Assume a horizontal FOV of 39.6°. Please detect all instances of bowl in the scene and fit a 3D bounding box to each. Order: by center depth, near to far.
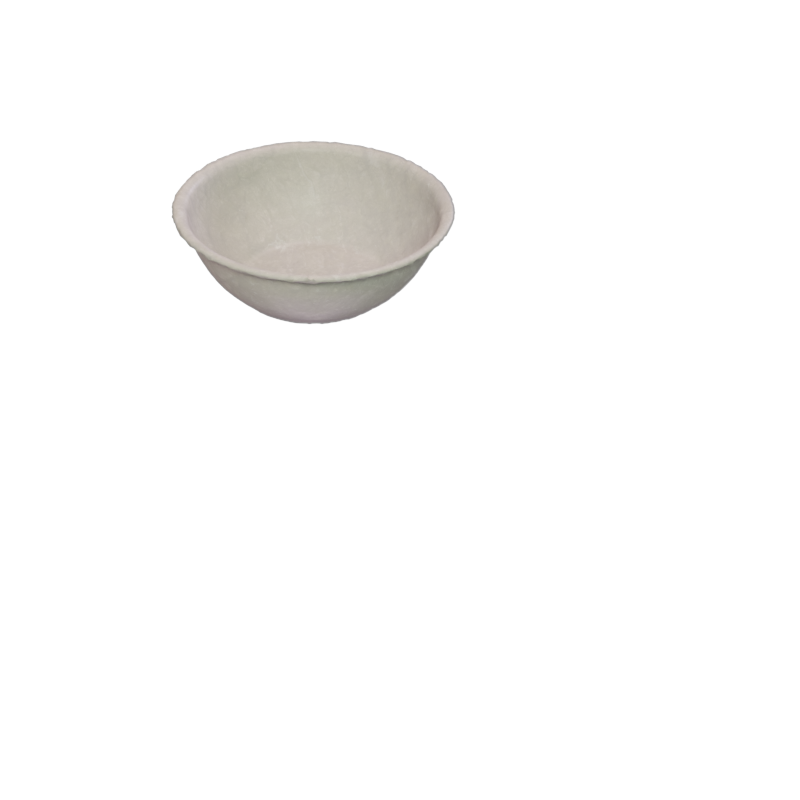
[{"bbox_3d":[-0.051,-0.092,0.648,0.162,0.052,0.173,-1,36,-2],"label":"bowl"}]
